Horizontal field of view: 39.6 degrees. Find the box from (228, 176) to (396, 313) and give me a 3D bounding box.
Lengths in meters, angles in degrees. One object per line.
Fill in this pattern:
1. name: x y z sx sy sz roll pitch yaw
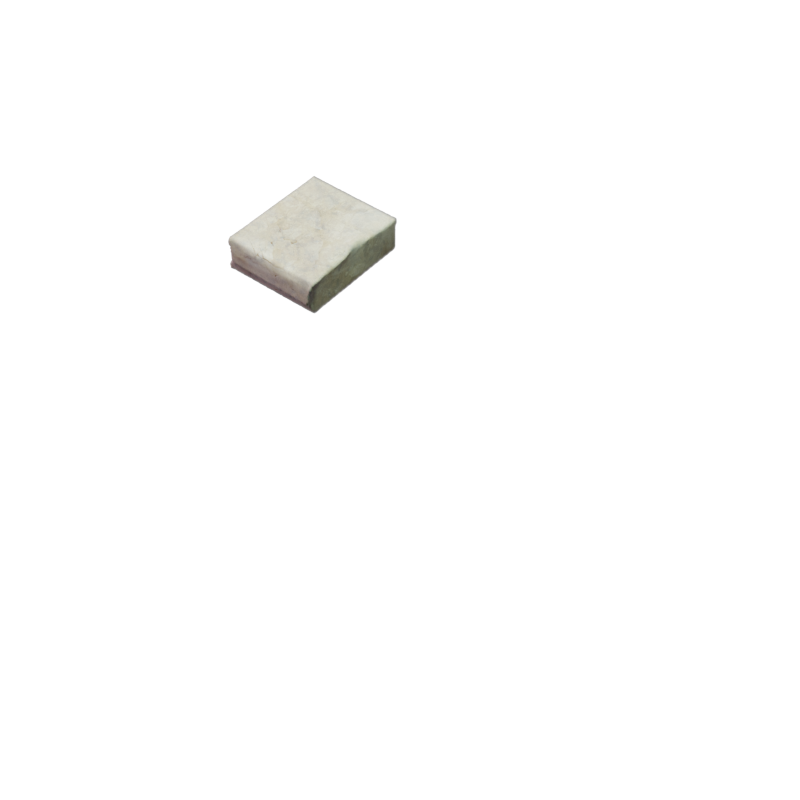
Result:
1. box: -0.057 -0.104 0.731 0.077 0.028 0.090 29 51 26
